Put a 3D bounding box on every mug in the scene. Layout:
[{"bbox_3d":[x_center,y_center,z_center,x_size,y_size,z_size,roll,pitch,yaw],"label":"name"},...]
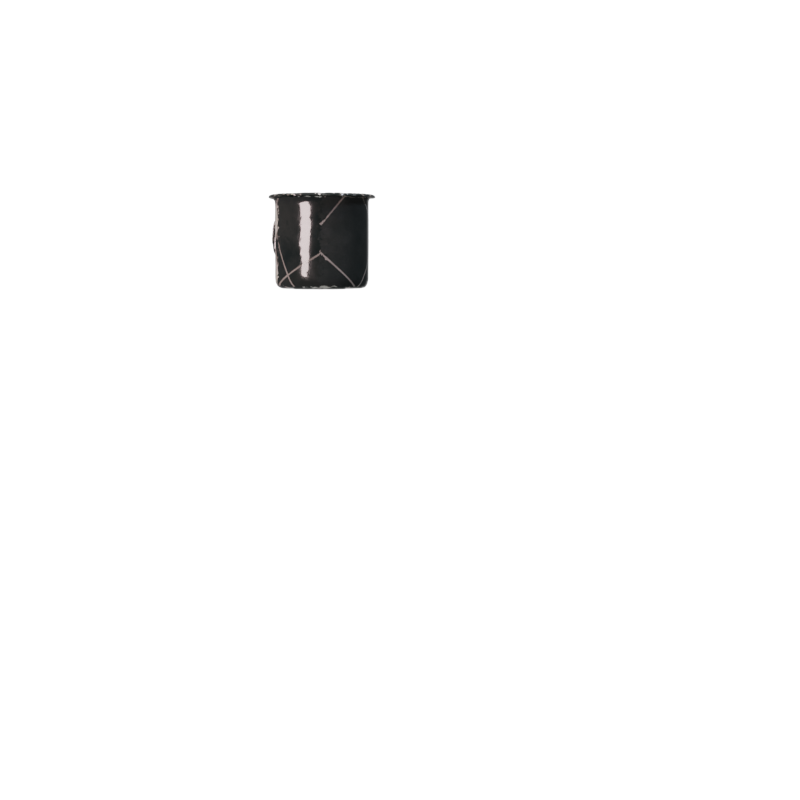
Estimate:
[{"bbox_3d":[-0.077,-0.140,0.981,0.090,0.081,0.122,-3,6,-41],"label":"mug"}]
